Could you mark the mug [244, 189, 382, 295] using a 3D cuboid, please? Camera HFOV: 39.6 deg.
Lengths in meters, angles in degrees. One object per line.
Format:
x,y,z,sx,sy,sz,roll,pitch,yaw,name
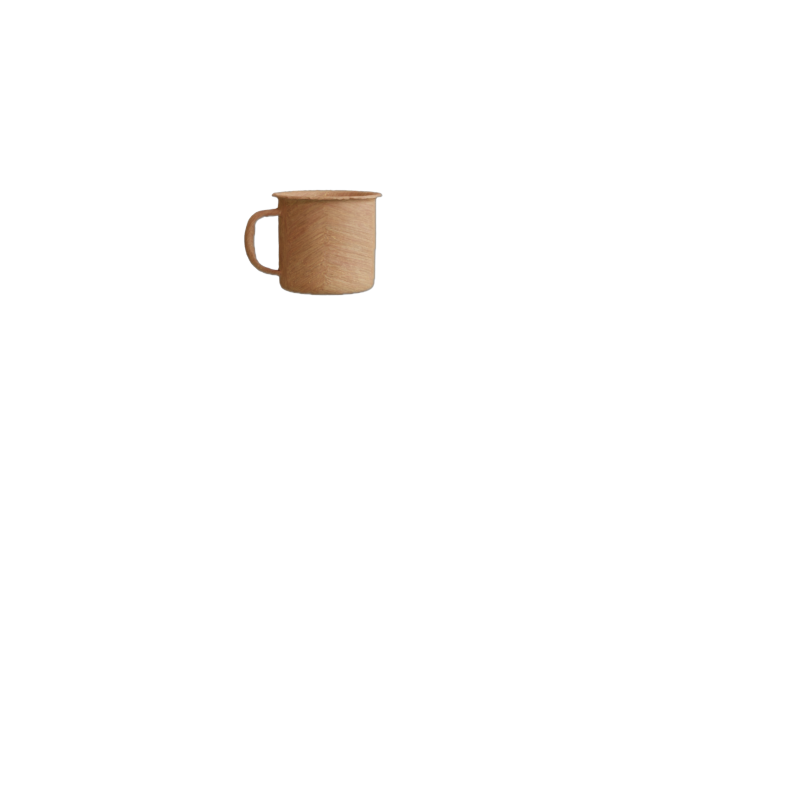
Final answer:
-0.073,-0.133,0.930,0.115,0.080,0.097,-4,11,-18,mug
